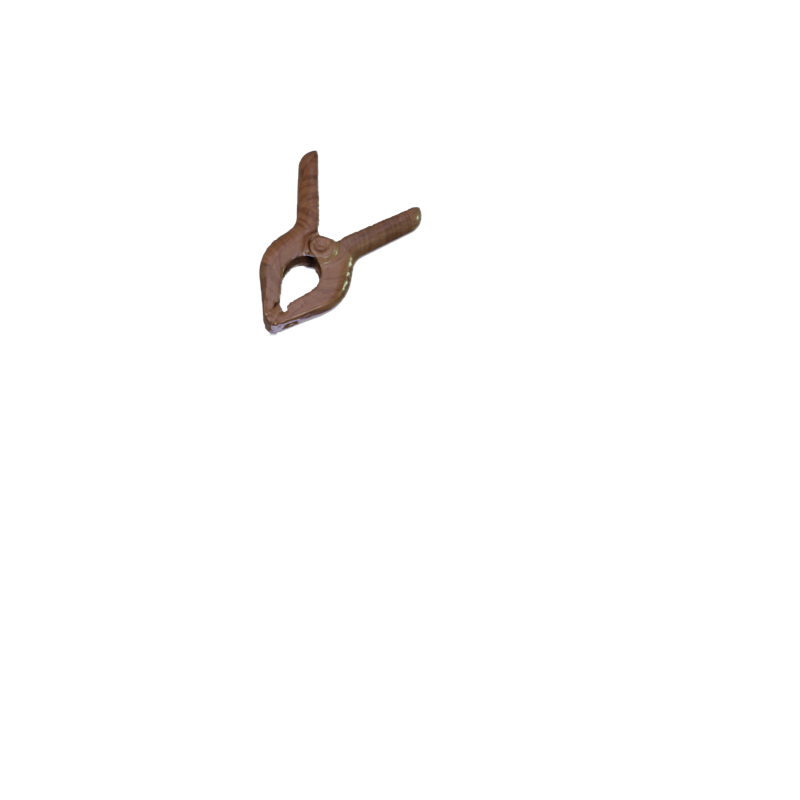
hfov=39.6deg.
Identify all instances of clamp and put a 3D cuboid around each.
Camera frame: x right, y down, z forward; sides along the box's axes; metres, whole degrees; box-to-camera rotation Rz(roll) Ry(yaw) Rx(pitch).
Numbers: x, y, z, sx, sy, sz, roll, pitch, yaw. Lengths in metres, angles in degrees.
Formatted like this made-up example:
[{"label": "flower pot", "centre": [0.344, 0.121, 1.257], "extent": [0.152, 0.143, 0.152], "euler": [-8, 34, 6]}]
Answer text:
[{"label": "clamp", "centre": [-0.075, -0.138, 0.964], "extent": [0.125, 0.175, 0.037], "euler": [35, -23, 16]}]
